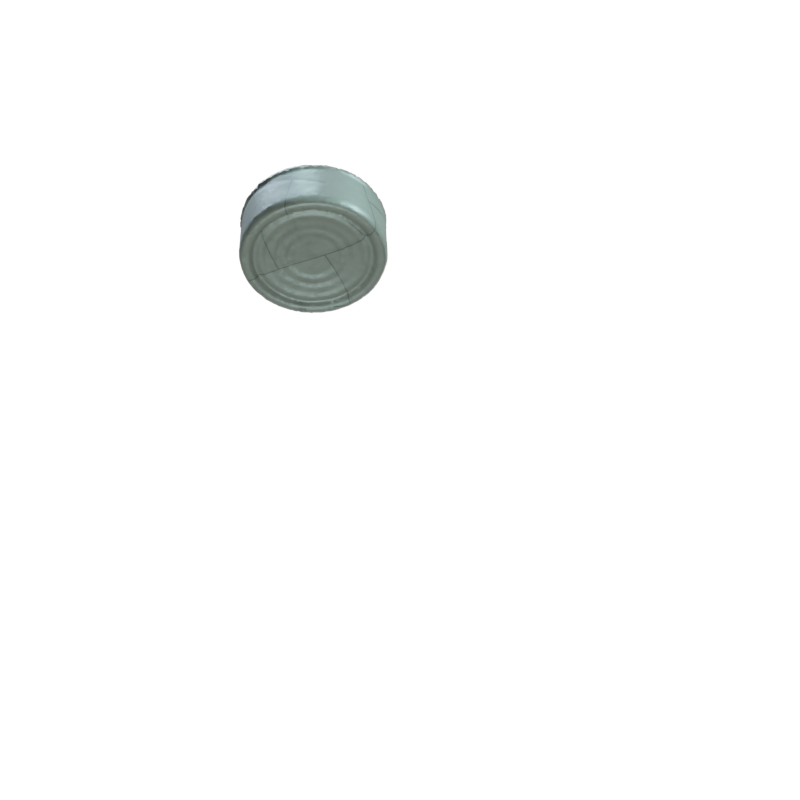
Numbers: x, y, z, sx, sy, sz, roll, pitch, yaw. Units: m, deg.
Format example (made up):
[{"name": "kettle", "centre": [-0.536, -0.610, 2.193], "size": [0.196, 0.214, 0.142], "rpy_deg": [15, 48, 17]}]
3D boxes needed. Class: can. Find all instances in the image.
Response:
[{"name": "can", "centre": [-0.050, -0.091, 0.638], "size": [0.086, 0.080, 0.036], "rpy_deg": [1, 43, -1]}]
